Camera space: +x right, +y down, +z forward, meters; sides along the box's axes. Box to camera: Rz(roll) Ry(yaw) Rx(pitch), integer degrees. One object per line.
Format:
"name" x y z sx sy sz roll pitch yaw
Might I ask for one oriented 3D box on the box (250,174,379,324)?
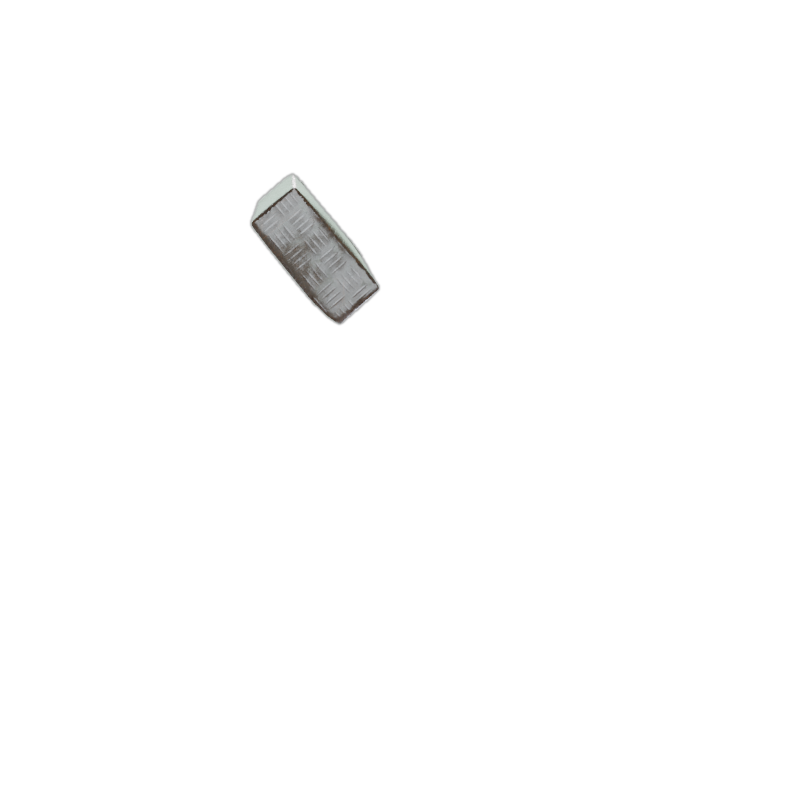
"box" -0.064 -0.118 0.823 0.048 0.091 0.182 -39 14 7
